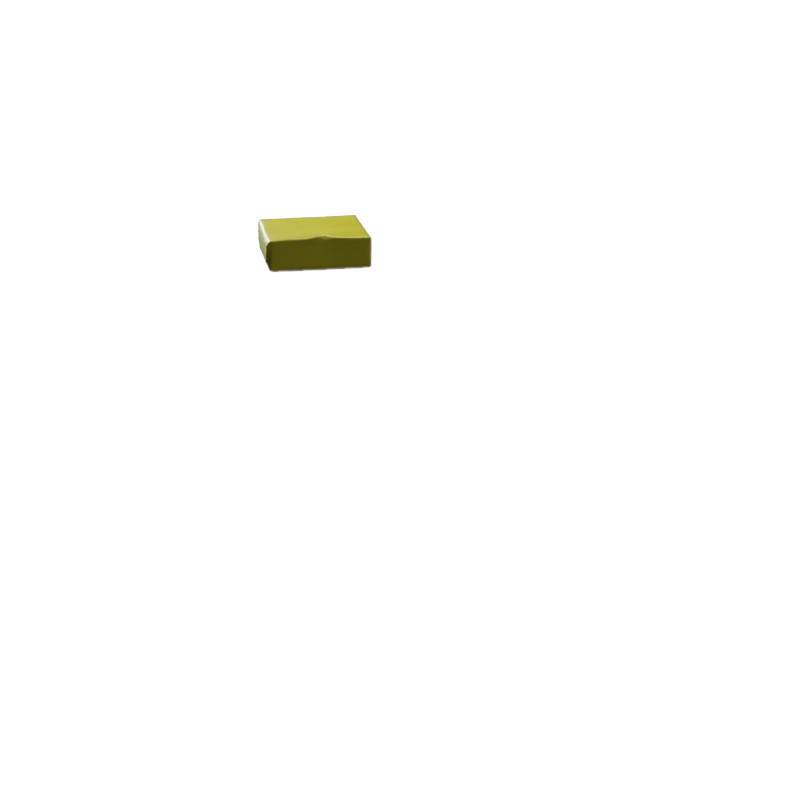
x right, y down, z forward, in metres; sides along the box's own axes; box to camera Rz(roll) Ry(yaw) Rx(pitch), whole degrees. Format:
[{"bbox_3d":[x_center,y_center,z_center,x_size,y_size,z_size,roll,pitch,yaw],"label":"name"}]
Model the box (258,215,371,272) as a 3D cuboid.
[{"bbox_3d":[-0.074,-0.135,0.949,0.088,0.029,0.077,-4,23,-9],"label":"box"}]
